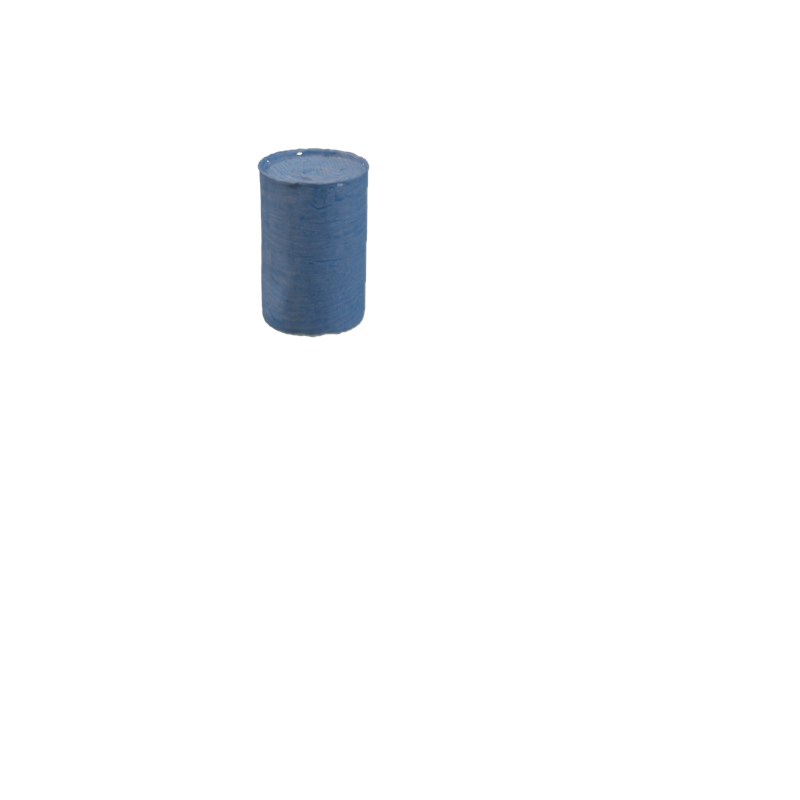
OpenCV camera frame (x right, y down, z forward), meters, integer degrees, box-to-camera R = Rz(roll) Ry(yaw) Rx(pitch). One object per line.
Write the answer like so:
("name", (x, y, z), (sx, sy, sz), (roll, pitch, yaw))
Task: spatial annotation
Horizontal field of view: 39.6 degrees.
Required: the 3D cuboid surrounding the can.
("can", (-0.054, -0.099, 0.692), (0.068, 0.097, 0.072), (0, 25, -2))
